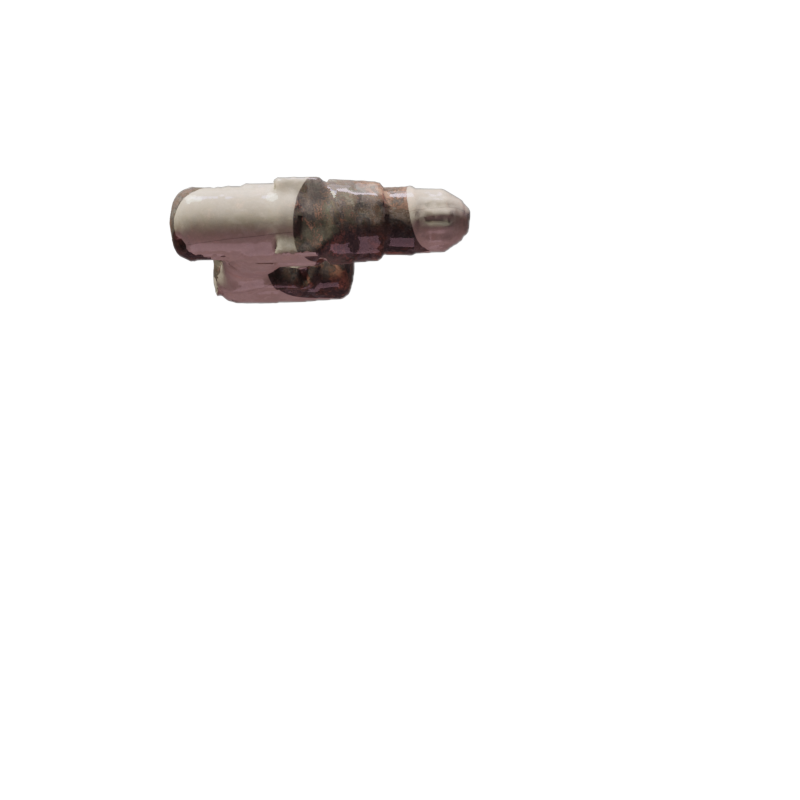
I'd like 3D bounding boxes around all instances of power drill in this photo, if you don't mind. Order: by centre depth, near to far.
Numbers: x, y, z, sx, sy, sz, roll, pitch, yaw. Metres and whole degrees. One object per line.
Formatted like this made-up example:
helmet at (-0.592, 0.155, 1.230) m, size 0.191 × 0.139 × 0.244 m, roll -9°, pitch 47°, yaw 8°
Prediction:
power drill at (-0.059, -0.107, 0.749) m, size 0.183 × 0.059 × 0.185 m, roll 1°, pitch -5°, yaw -6°
